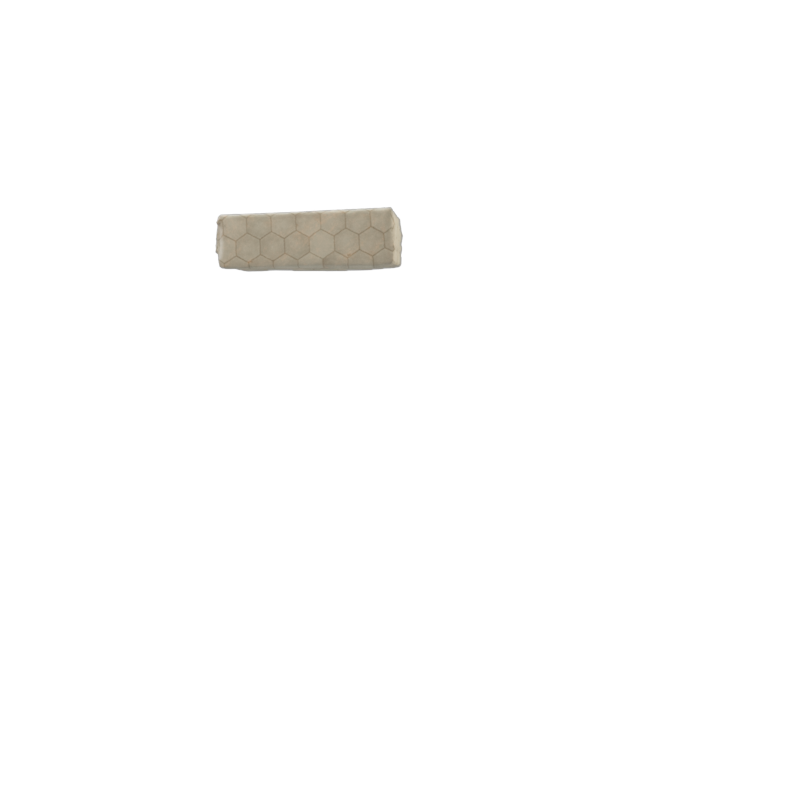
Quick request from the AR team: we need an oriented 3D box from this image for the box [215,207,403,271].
[{"bbox_3d":[-0.057,-0.104,0.729,0.114,0.039,0.089,1,5,6],"label":"box"}]
